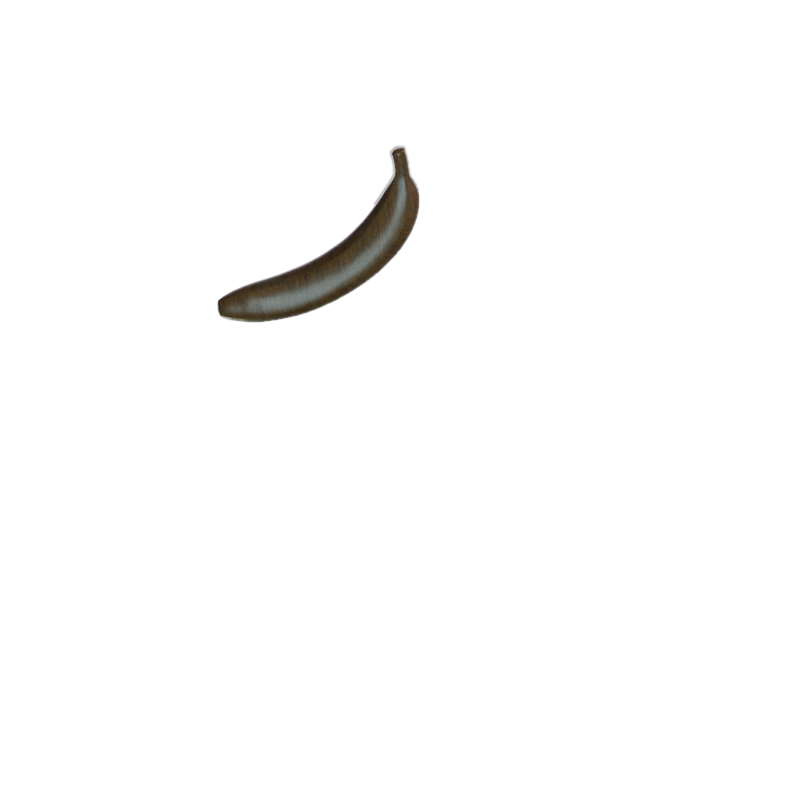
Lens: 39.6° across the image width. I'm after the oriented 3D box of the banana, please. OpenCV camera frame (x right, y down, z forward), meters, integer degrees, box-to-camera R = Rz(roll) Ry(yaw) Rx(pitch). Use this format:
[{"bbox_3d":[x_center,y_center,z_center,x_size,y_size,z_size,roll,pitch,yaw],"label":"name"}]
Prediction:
[{"bbox_3d":[-0.053,-0.114,0.868,0.196,0.067,0.038,-40,17,13],"label":"banana"}]
